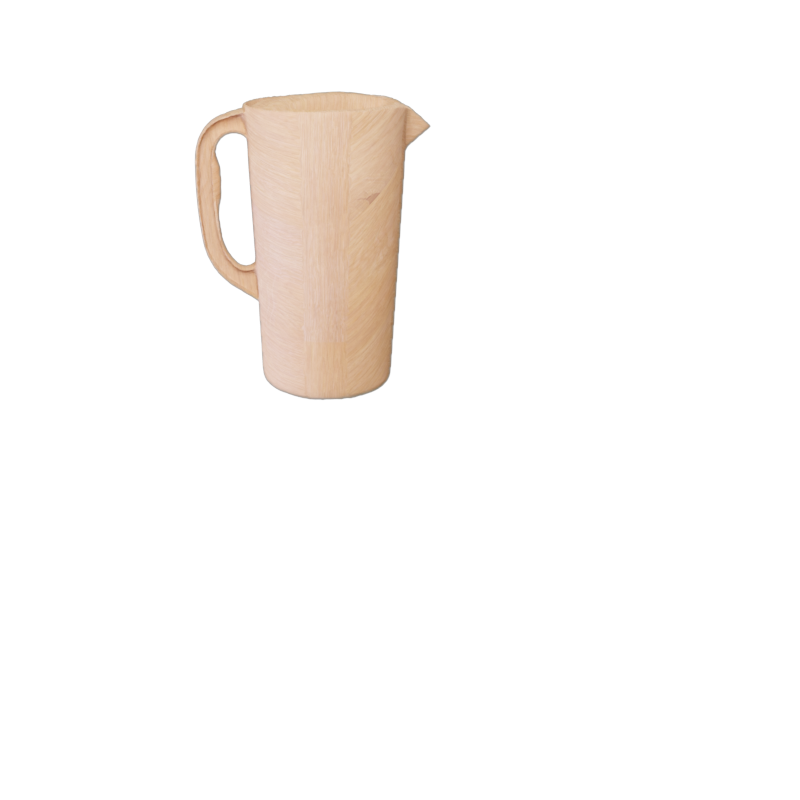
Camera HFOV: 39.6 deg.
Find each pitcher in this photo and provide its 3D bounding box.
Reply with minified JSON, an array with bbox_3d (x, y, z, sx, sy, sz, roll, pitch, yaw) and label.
[{"bbox_3d":[-0.071,-0.130,0.909,0.157,0.235,0.143,13,20,36],"label":"pitcher"}]
